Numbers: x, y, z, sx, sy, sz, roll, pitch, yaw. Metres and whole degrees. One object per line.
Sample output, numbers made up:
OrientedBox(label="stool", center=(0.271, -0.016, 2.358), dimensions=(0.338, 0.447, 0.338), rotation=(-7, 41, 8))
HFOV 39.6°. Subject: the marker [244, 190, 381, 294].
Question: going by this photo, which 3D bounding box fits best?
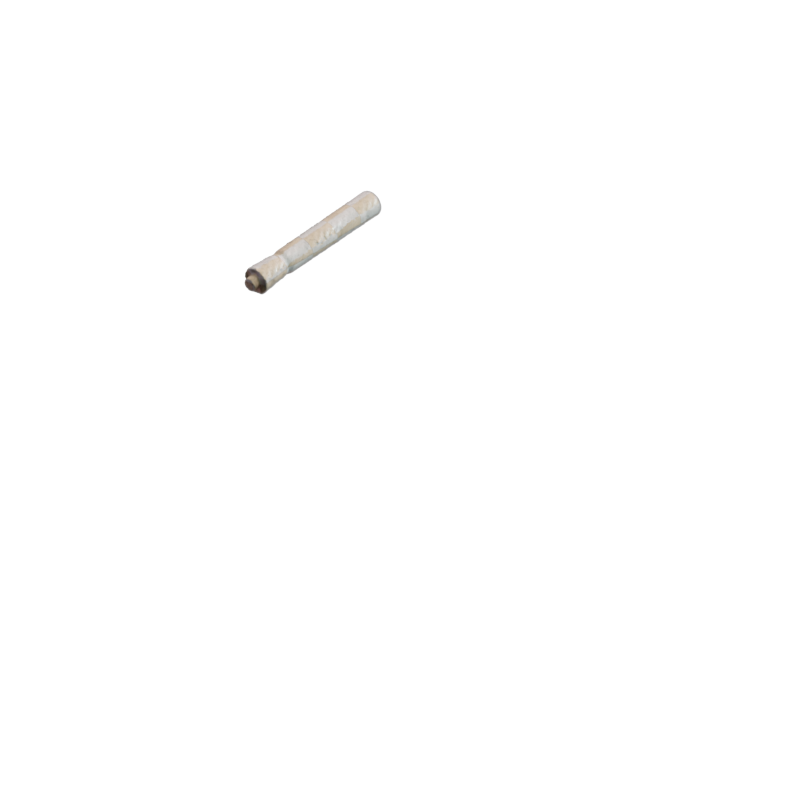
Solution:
OrientedBox(label="marker", center=(-0.057, -0.103, 0.724), dimensions=(0.021, 0.019, 0.122), rotation=(3, 34, 44))
